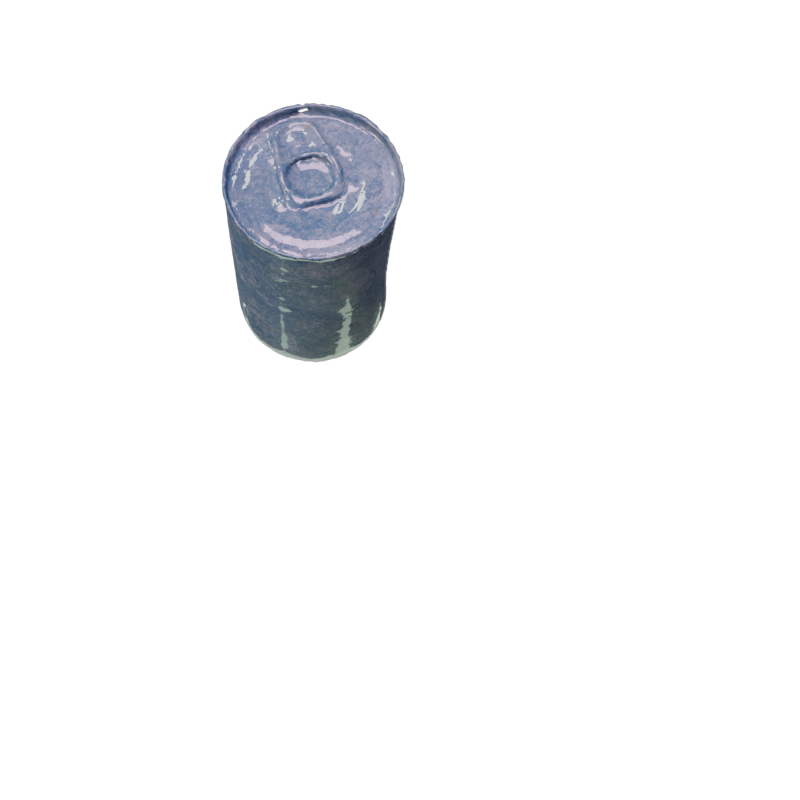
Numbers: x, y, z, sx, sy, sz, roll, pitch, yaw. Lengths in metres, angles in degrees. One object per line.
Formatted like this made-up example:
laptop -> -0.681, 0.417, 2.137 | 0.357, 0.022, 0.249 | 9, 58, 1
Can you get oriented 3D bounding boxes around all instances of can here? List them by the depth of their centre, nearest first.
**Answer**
can -> -0.036, -0.065, 0.455 | 0.068, 0.072, 0.097 | 0, -23, -3
